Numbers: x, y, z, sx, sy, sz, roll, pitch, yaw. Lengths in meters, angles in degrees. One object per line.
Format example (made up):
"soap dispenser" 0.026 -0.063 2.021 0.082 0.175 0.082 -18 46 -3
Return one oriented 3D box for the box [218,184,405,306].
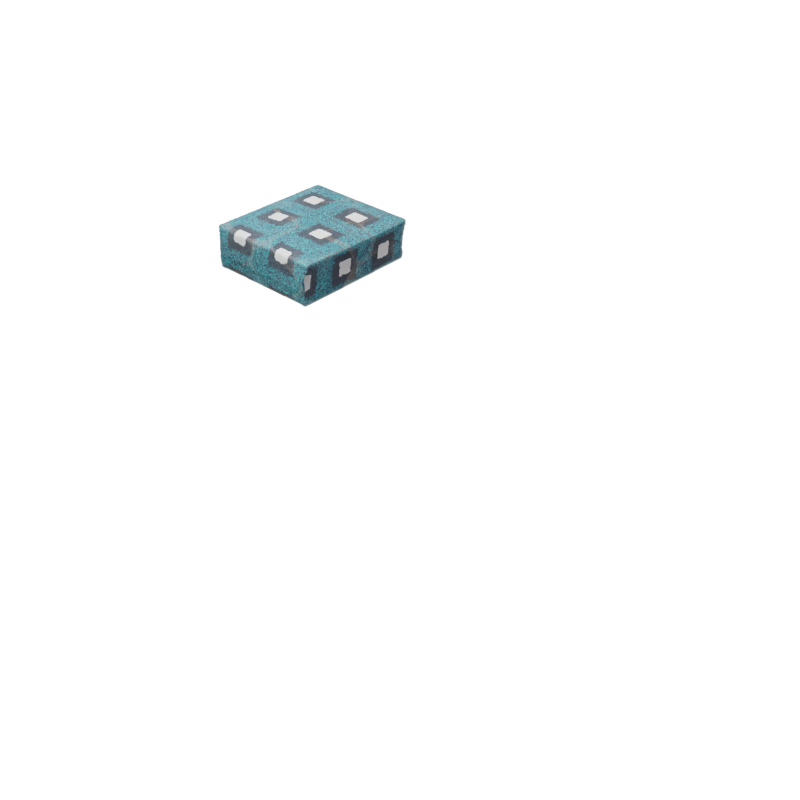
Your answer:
"box" -0.065 -0.118 0.827 0.095 0.037 0.114 24 40 32
